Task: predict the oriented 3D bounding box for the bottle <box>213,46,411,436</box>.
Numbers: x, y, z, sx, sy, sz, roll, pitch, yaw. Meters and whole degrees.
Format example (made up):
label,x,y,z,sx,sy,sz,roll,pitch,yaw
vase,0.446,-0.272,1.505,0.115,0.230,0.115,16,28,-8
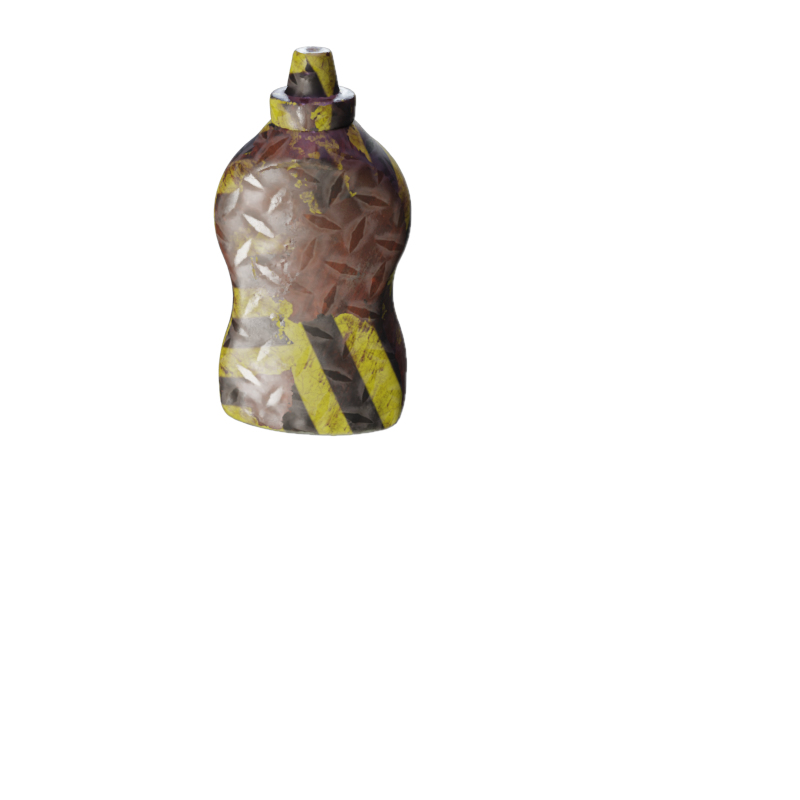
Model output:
label,x,y,z,sx,sy,sz,roll,pitch,yaw
bottle,-0.043,-0.078,0.548,0.097,0.182,0.060,5,23,8
